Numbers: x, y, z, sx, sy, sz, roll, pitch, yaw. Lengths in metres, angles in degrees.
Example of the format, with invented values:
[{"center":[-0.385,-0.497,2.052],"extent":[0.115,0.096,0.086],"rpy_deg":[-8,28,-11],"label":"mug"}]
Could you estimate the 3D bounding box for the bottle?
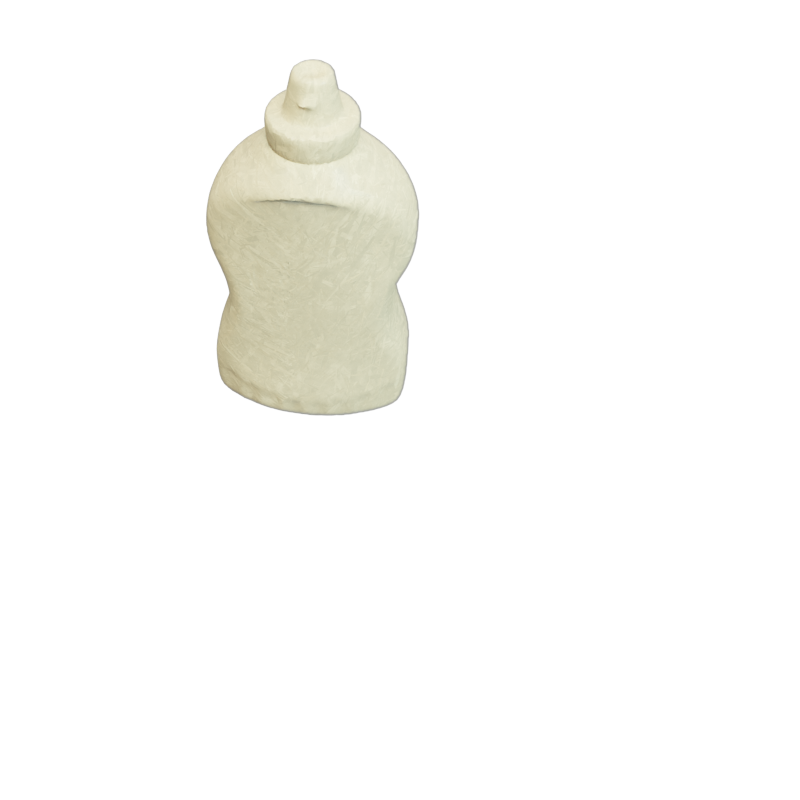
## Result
[{"center":[-0.040,-0.073,0.515],"extent":[0.097,0.062,0.179],"rpy_deg":[8,-43,4],"label":"bottle"}]
